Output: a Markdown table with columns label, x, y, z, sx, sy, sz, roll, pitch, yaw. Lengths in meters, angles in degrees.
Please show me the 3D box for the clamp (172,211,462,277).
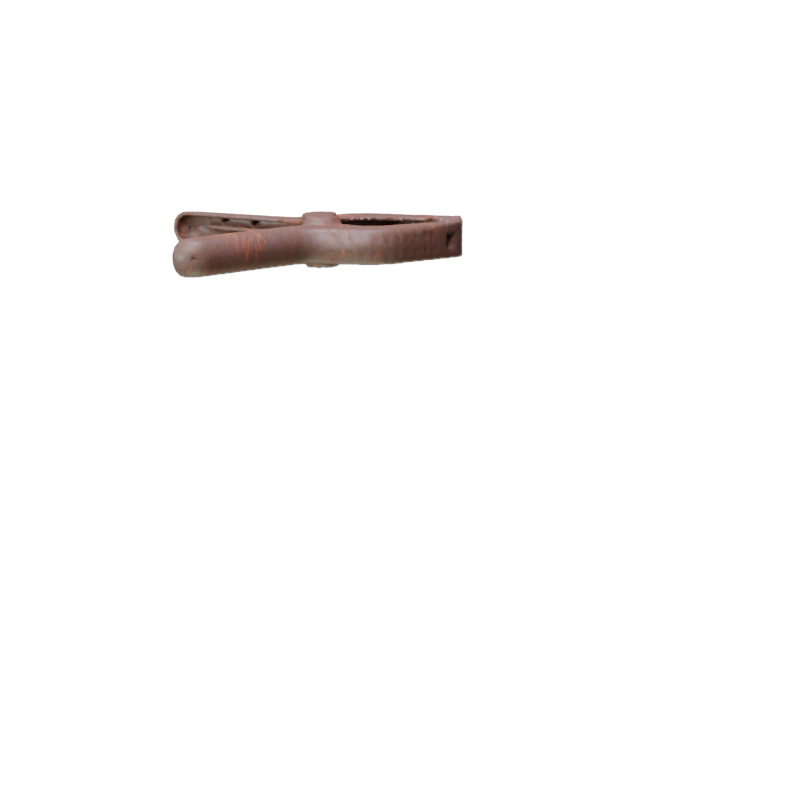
| label | x | y | z | sx | sy | sz | roll | pitch | yaw |
| --- | --- | --- | --- | --- | --- | --- | --- | --- | --- |
| clamp | -0.060 | -0.109 | 0.761 | 0.210 | 0.035 | 0.170 | 0 | 17 | -2 |
